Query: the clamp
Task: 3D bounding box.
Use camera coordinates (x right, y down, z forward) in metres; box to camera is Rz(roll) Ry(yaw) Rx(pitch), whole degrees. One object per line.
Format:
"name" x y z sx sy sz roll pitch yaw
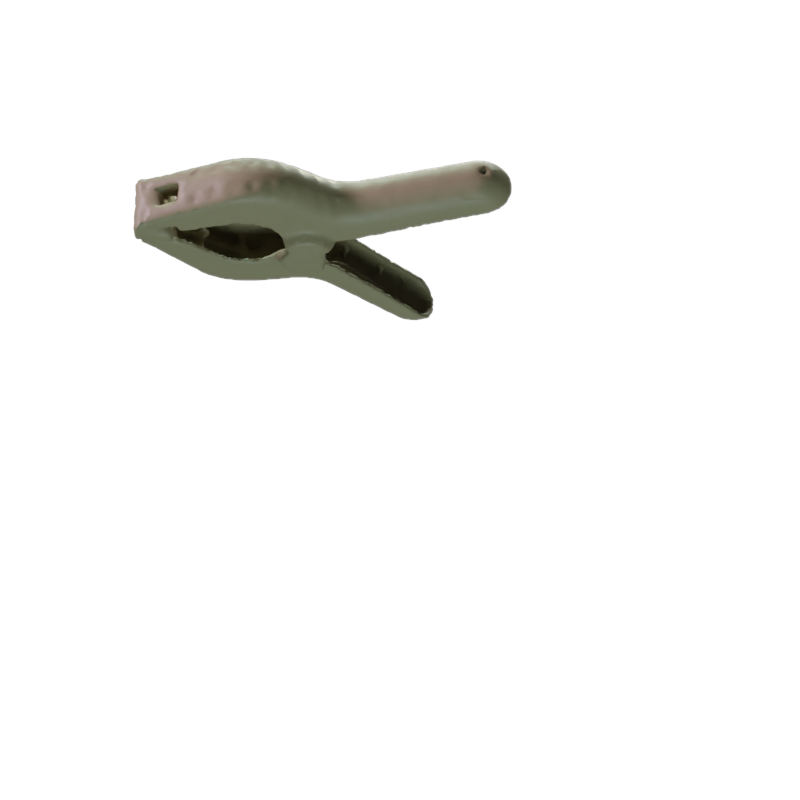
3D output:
"clamp" -0.042 -0.077 0.539 0.170 0.042 0.113 4 -36 -6
